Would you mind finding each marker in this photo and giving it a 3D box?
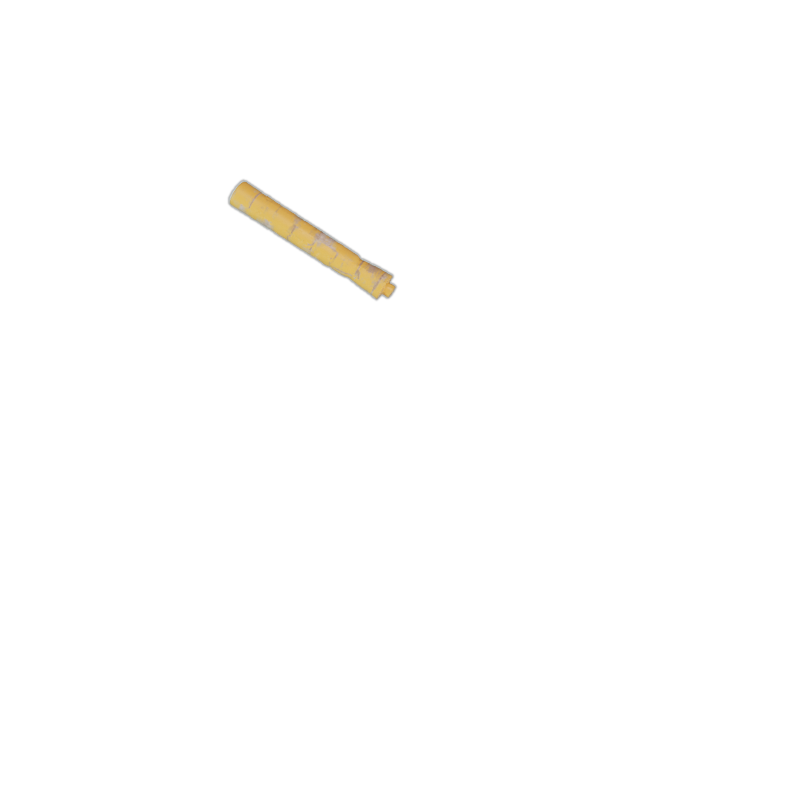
[{"bbox_3d":[-0.055,-0.101,0.709,0.124,0.019,0.019,34,9,10],"label":"marker"}]
